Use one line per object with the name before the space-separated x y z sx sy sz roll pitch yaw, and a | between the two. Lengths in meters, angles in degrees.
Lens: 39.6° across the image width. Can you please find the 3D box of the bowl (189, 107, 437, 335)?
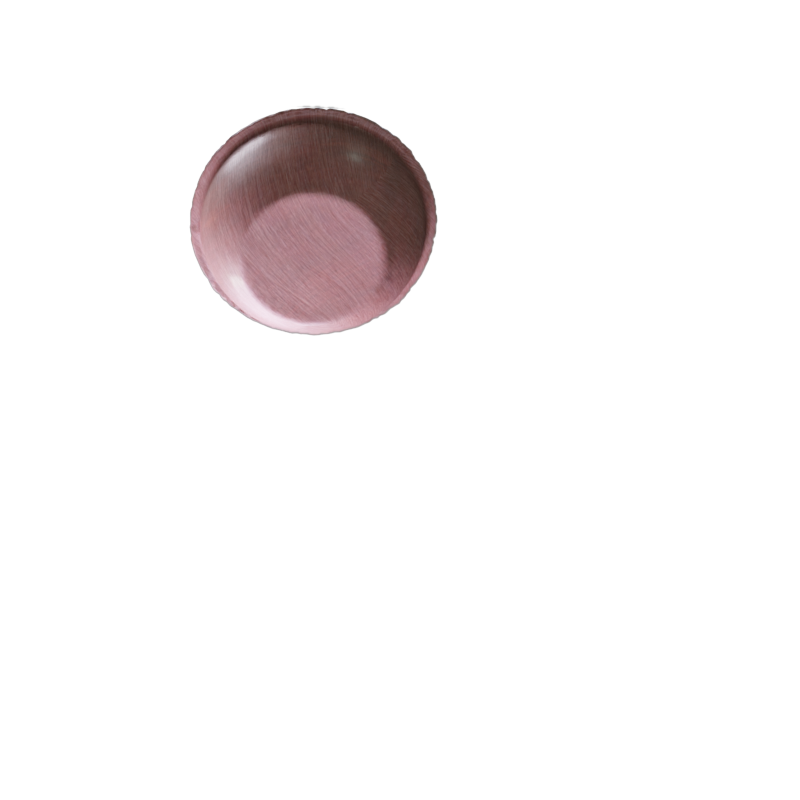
bowl | -0.055 -0.100 0.702 0.162 0.153 0.058 1 26 -1
